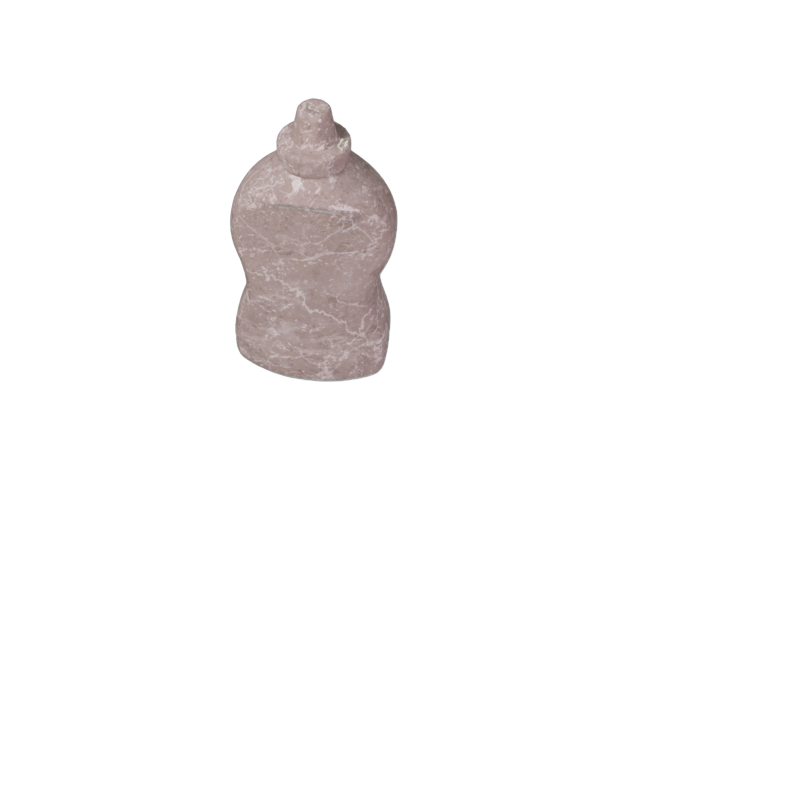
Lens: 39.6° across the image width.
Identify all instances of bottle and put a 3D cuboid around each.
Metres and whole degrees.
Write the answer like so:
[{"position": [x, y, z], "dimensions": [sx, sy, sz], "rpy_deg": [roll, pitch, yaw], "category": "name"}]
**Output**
[{"position": [-0.051, -0.093, 0.651], "dimensions": [0.097, 0.062, 0.179], "rpy_deg": [10, -43, 5], "category": "bottle"}]
